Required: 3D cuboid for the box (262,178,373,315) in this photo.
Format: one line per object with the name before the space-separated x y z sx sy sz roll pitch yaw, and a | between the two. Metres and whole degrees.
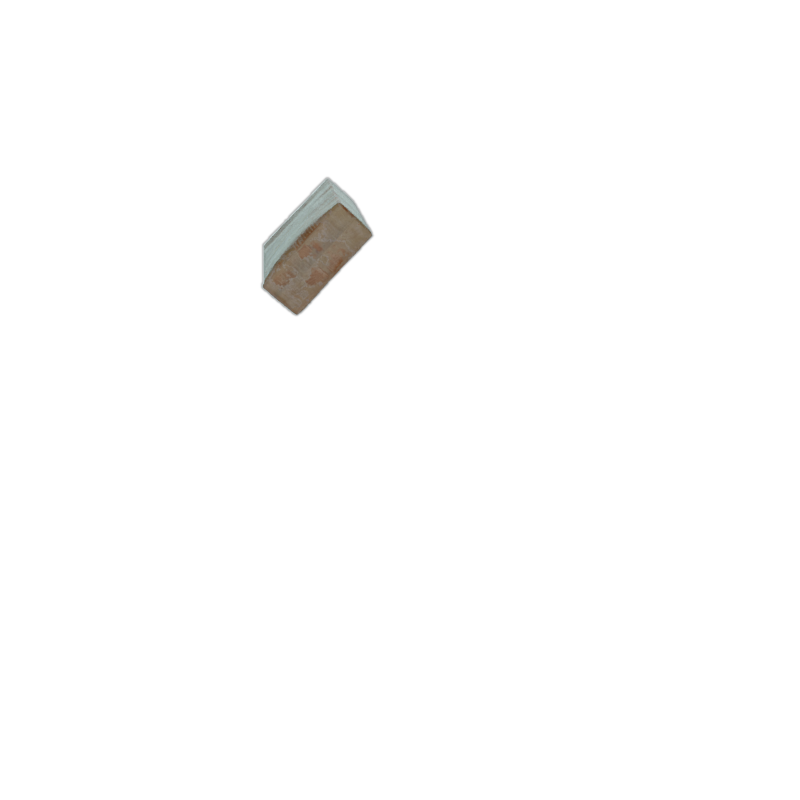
box | -0.075 -0.137 0.960 0.047 0.093 0.182 43 8 -14
